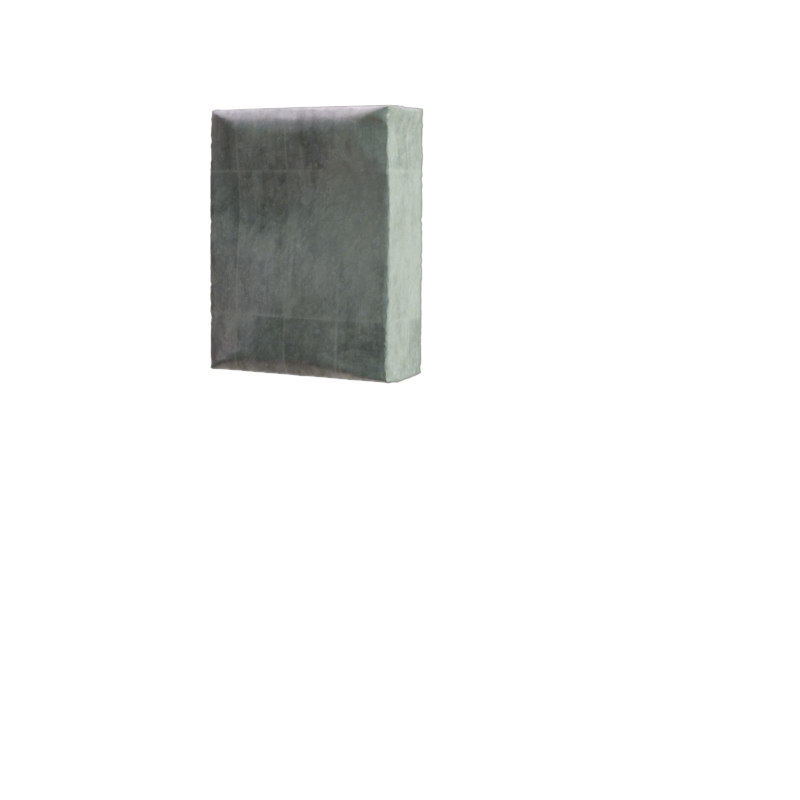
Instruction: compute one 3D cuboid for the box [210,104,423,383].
[{"bbox_3d":[-0.069,-0.127,0.887,0.170,0.212,0.070,4,5,27],"label":"box"}]
